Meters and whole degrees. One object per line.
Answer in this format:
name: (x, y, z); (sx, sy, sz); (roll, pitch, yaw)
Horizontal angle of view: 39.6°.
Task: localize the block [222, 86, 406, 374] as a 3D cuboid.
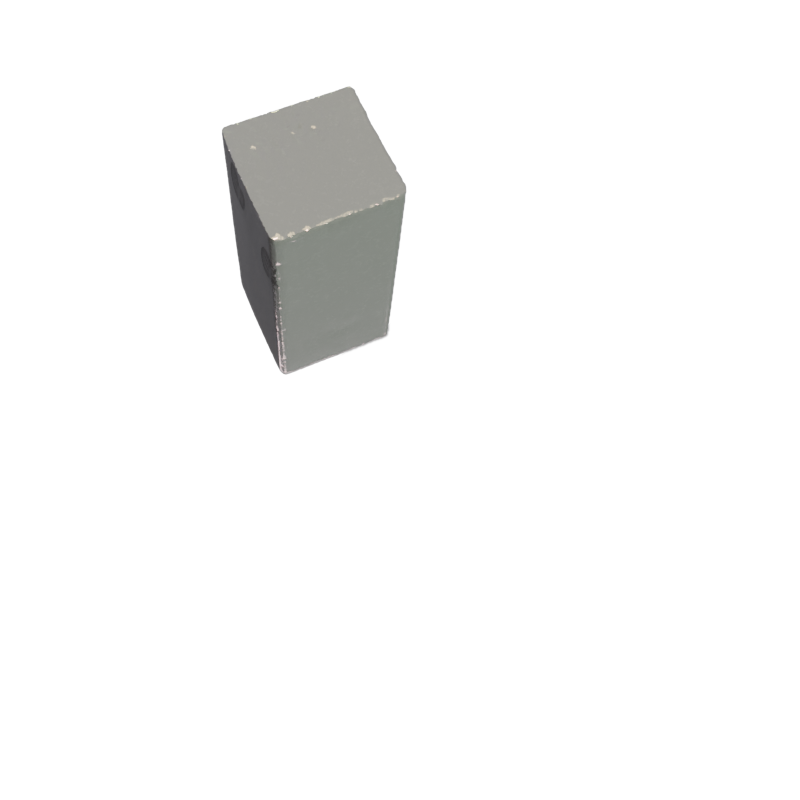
block: (-0.060, -0.108, 0.760); (0.090, 0.096, 0.195); (-21, -21, -12)
